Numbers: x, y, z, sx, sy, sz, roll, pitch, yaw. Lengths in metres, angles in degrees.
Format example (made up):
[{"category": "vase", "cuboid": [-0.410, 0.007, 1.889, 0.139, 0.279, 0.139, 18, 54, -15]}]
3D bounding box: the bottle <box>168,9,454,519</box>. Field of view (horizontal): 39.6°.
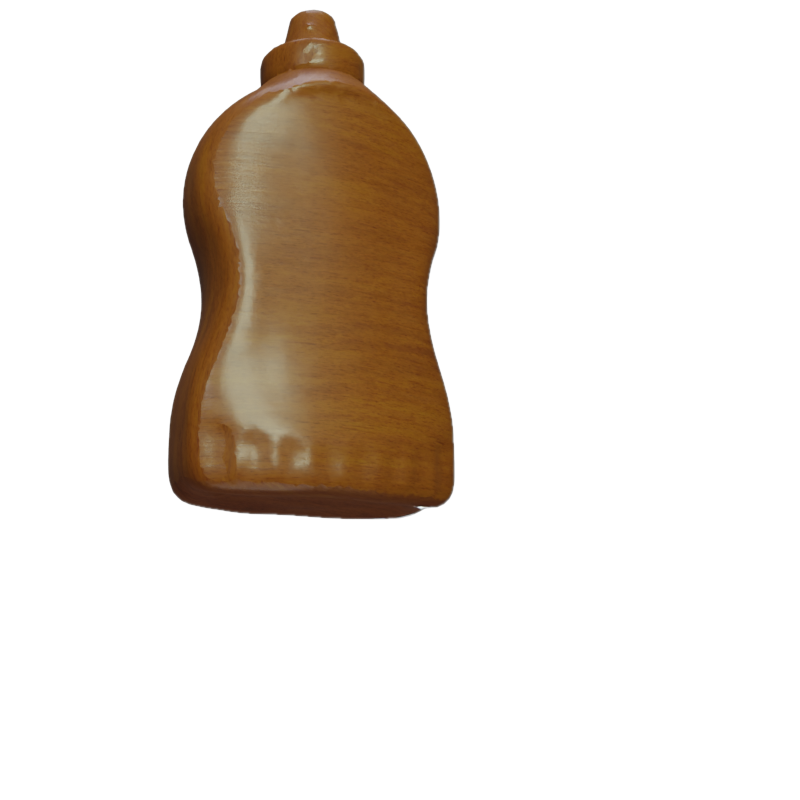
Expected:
[{"category": "bottle", "cuboid": [-0.032, -0.058, 0.406, 0.093, 0.201, 0.057, 6, -22, -20]}]
